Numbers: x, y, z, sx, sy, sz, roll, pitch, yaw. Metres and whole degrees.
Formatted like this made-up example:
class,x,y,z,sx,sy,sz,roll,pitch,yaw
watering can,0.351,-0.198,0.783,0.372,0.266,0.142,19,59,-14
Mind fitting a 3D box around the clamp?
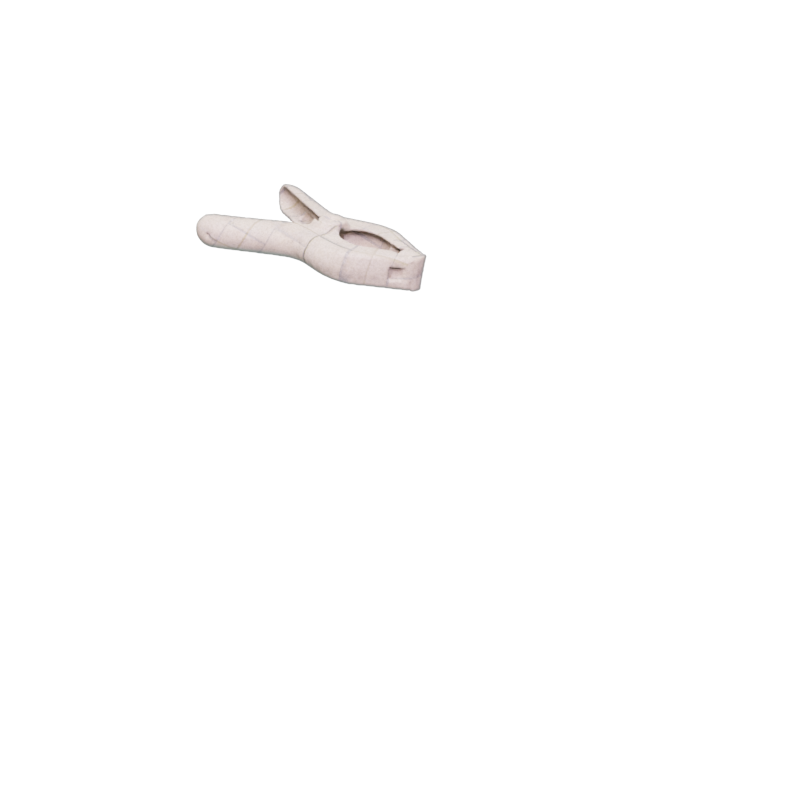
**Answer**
class,x,y,z,sx,sy,sz,roll,pitch,yaw
clamp,-0.065,-0.119,0.833,0.182,0.037,0.120,25,39,35
